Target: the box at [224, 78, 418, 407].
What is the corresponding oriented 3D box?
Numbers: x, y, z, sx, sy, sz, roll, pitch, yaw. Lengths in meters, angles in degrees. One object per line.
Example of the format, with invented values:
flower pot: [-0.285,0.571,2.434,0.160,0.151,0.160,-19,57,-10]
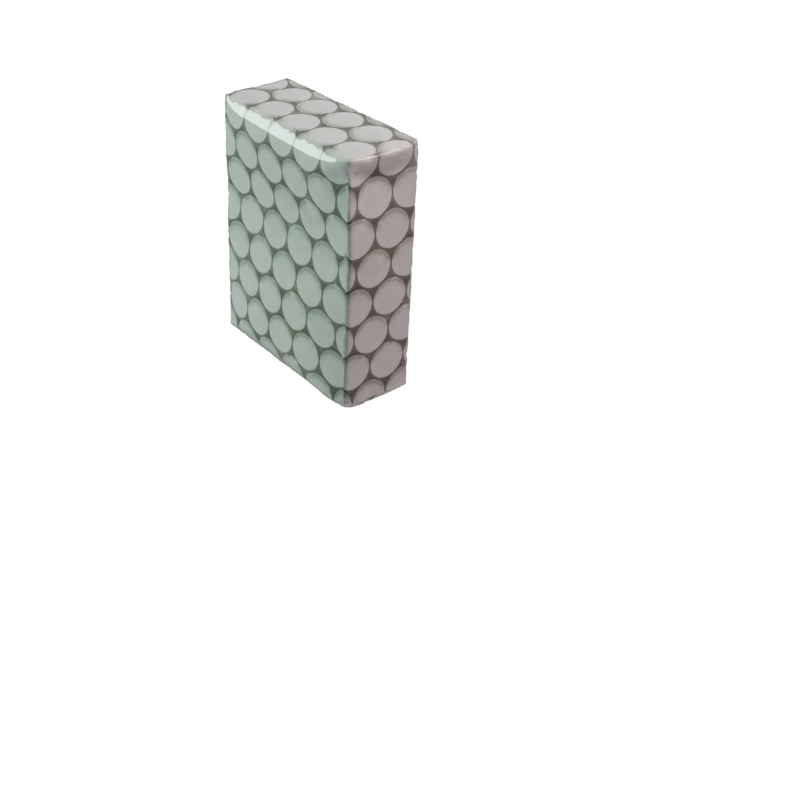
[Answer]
box: [-0.068,-0.125,0.872,0.071,0.201,0.176,-20,38,-33]
